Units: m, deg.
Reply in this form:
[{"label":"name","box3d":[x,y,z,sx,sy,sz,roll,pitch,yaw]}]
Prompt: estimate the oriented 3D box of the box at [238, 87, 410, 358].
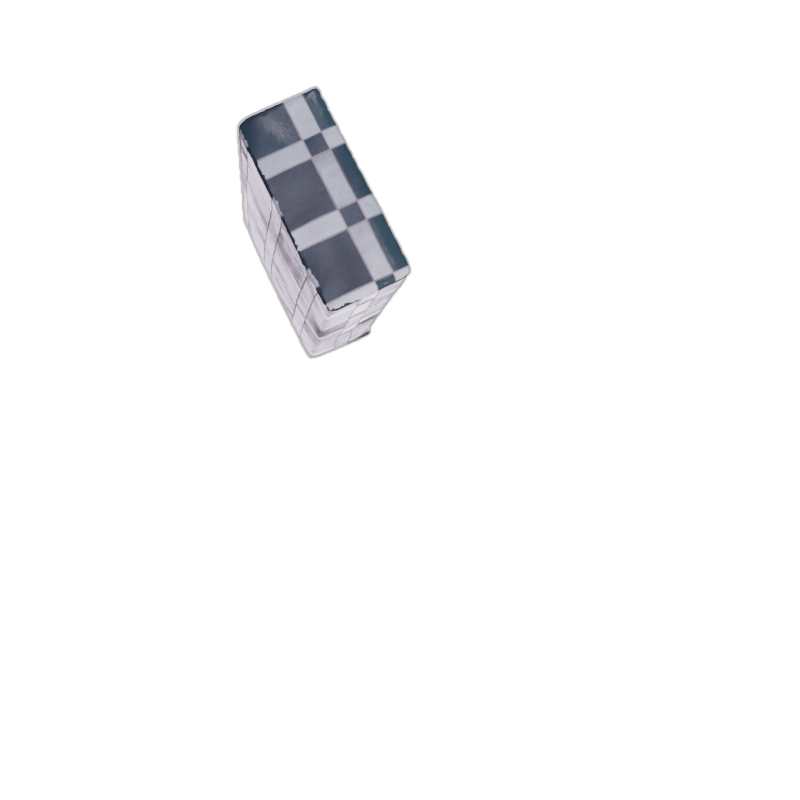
[{"label":"box","box3d":[-0.043,-0.078,0.547,0.048,0.095,0.173,-26,-4,-6]}]
